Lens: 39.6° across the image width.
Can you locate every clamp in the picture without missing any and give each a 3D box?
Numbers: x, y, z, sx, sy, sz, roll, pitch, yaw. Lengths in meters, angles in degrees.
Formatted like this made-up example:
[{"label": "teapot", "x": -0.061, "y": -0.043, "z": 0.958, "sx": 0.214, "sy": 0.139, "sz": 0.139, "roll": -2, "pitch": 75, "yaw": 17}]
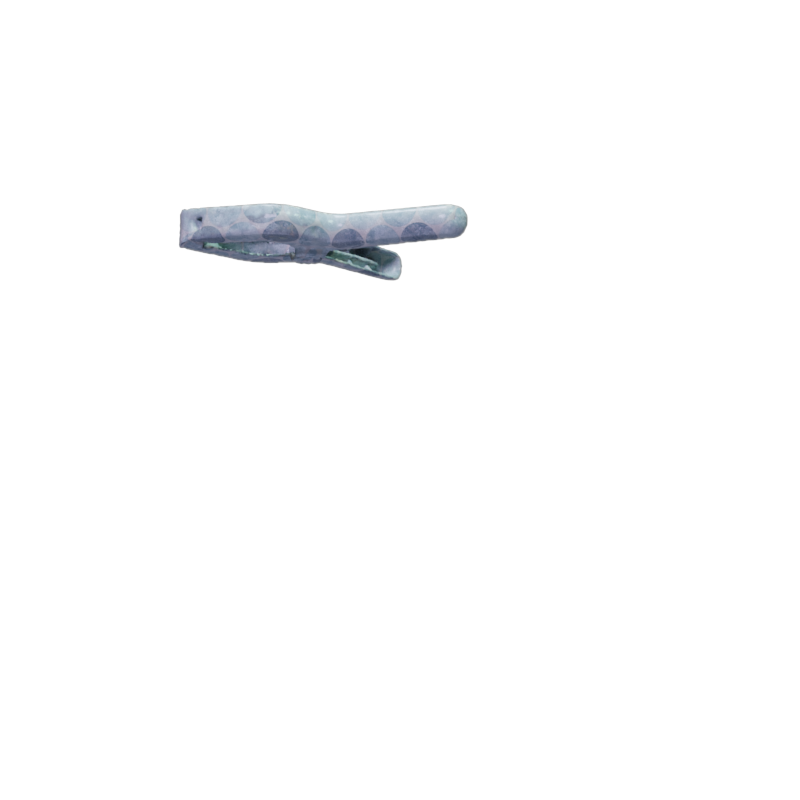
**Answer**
[{"label": "clamp", "x": -0.068, "y": -0.125, "z": 0.874, "sx": 0.208, "sy": 0.037, "sz": 0.161, "roll": 1, "pitch": -9, "yaw": -9}]
